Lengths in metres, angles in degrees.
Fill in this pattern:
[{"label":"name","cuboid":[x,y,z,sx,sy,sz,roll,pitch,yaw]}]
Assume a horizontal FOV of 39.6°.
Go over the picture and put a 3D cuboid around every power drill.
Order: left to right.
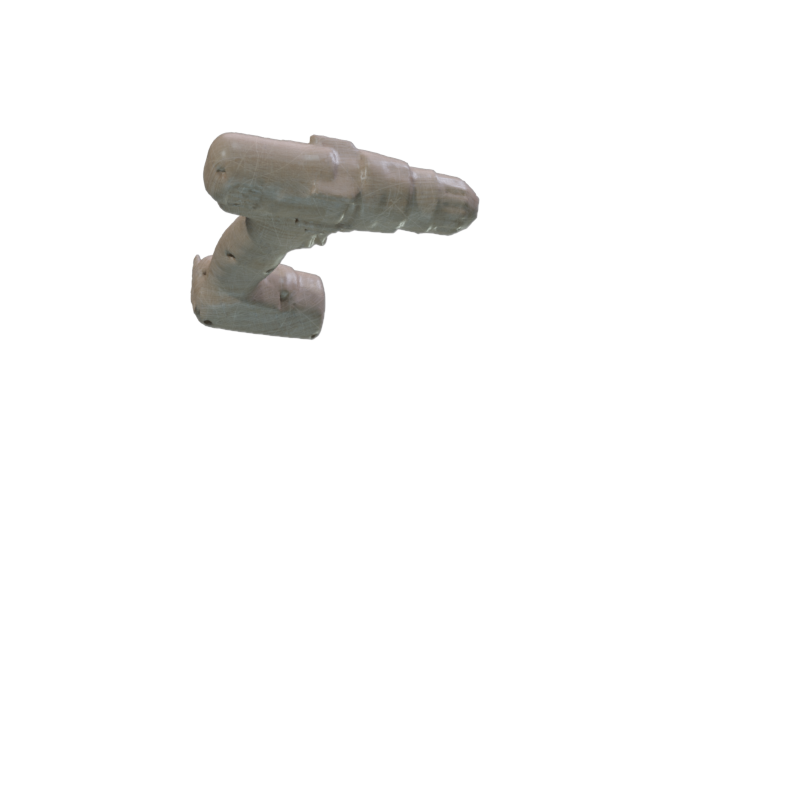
[{"label":"power drill","cuboid":[-0.060,-0.110,0.771,0.179,0.061,0.181,10,-31,-17]}]
